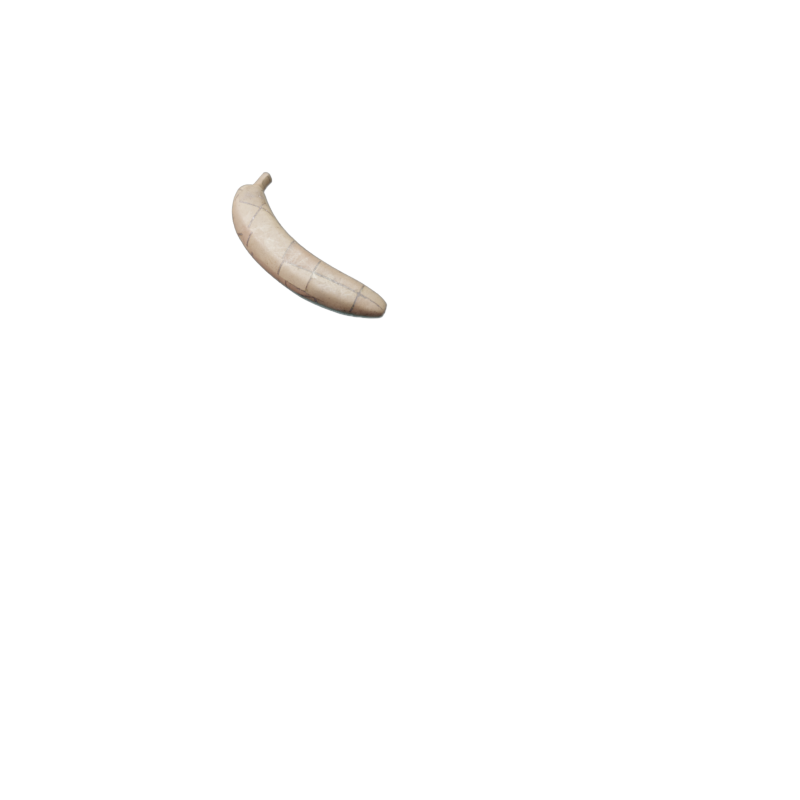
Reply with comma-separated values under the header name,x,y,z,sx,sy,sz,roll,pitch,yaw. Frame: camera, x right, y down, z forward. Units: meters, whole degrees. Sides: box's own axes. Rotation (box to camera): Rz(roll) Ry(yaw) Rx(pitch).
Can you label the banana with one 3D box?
name,x,y,z,sx,sy,sz,roll,pitch,yaw
banana,-0.093,-0.132,0.960,0.069,0.212,0.034,-27,-32,-20
